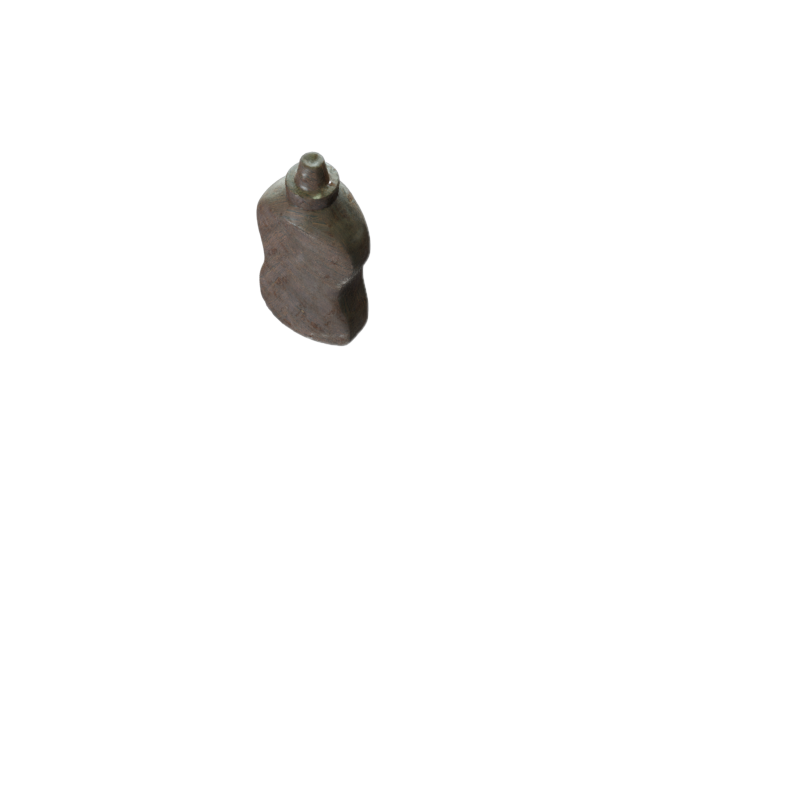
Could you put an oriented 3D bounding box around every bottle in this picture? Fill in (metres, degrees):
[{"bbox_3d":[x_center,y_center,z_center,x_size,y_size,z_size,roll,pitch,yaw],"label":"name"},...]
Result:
[{"bbox_3d":[-0.069,-0.125,0.879,0.101,0.059,0.179,34,-30,18],"label":"bottle"}]
